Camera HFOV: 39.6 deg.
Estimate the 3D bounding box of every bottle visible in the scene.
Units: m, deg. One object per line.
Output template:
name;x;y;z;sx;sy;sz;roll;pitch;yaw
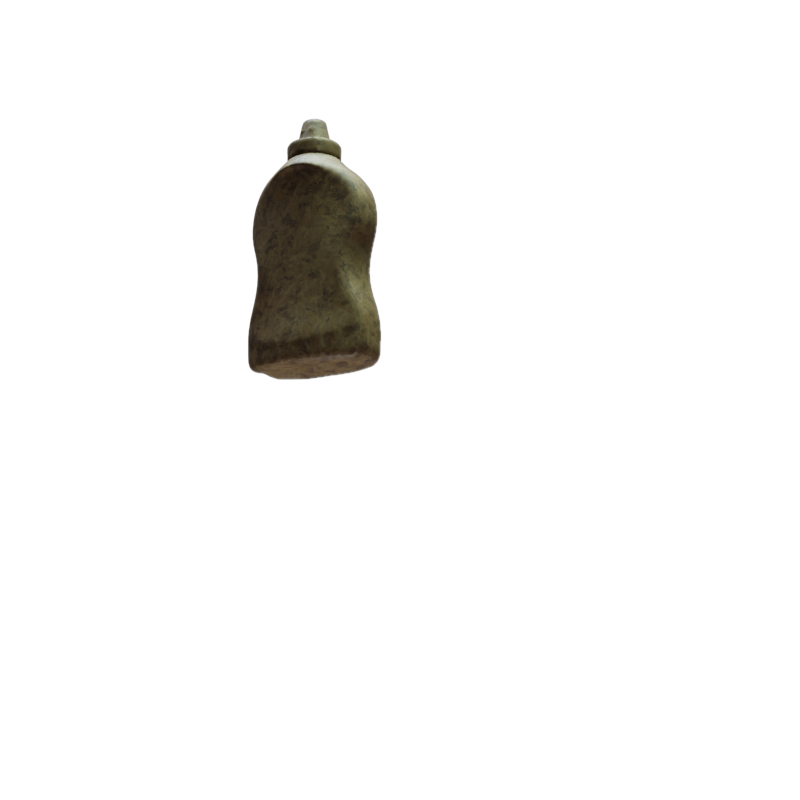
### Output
bottle;-0.063;-0.115;0.808;0.098;0.200;0.055;-12;-21;31
